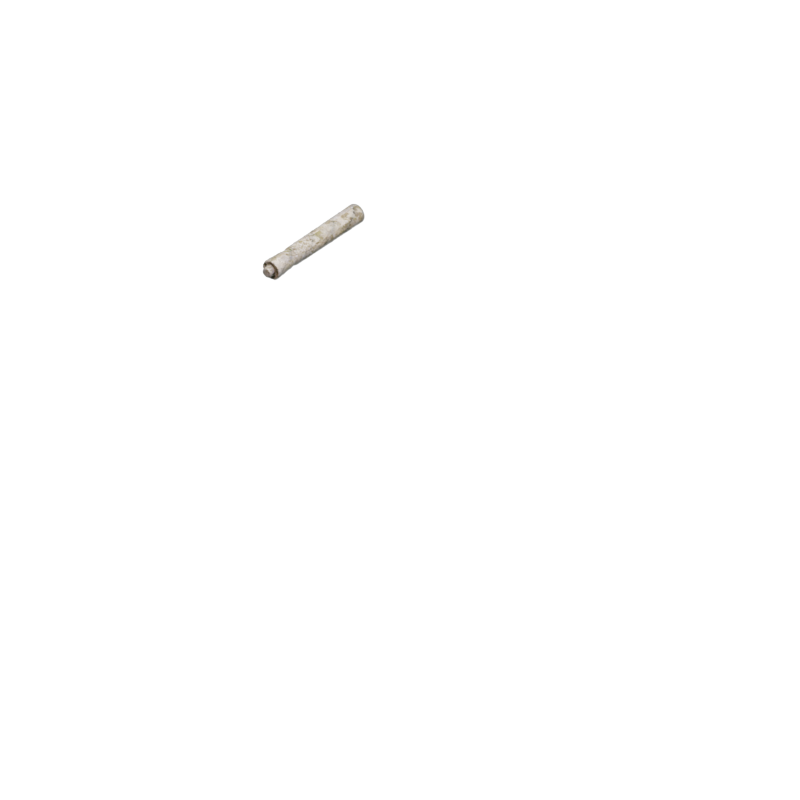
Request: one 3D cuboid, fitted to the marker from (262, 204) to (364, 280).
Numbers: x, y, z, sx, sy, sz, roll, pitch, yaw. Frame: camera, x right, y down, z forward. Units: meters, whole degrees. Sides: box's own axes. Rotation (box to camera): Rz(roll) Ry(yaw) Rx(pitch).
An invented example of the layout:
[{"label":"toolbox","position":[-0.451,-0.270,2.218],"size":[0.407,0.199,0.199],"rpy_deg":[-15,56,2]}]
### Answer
[{"label":"marker","position":[-0.076,-0.139,0.974],"size":[0.021,0.019,0.122],"rpy_deg":[3,33,44]}]
